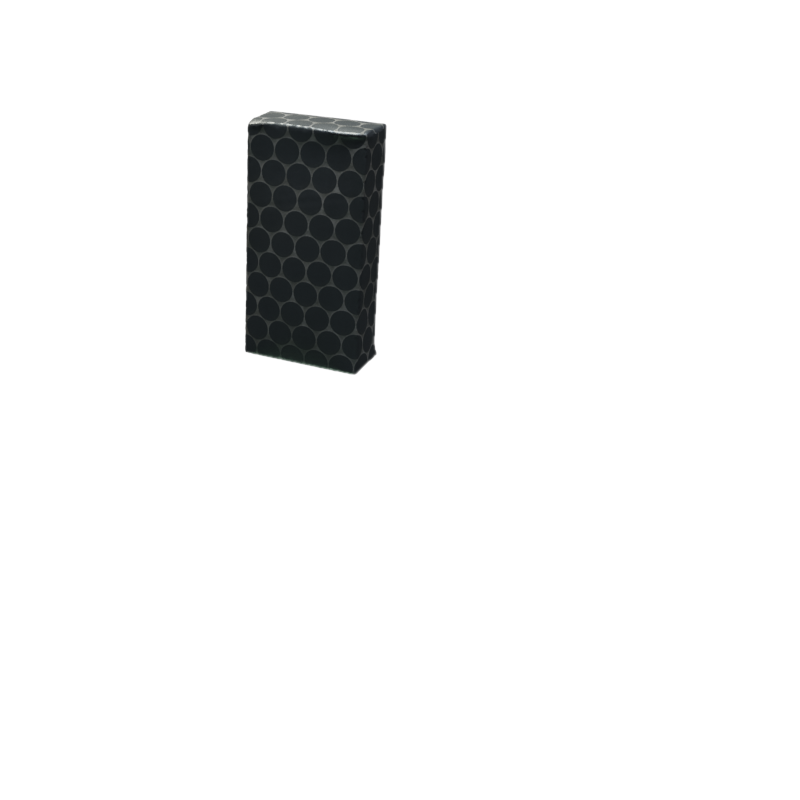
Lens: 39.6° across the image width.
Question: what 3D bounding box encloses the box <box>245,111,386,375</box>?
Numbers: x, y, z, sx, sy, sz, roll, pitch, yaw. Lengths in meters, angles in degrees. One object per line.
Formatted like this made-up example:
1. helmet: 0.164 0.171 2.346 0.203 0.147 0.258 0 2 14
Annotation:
1. box: -0.062 -0.113 0.793 0.097 0.168 0.049 10 22 21
